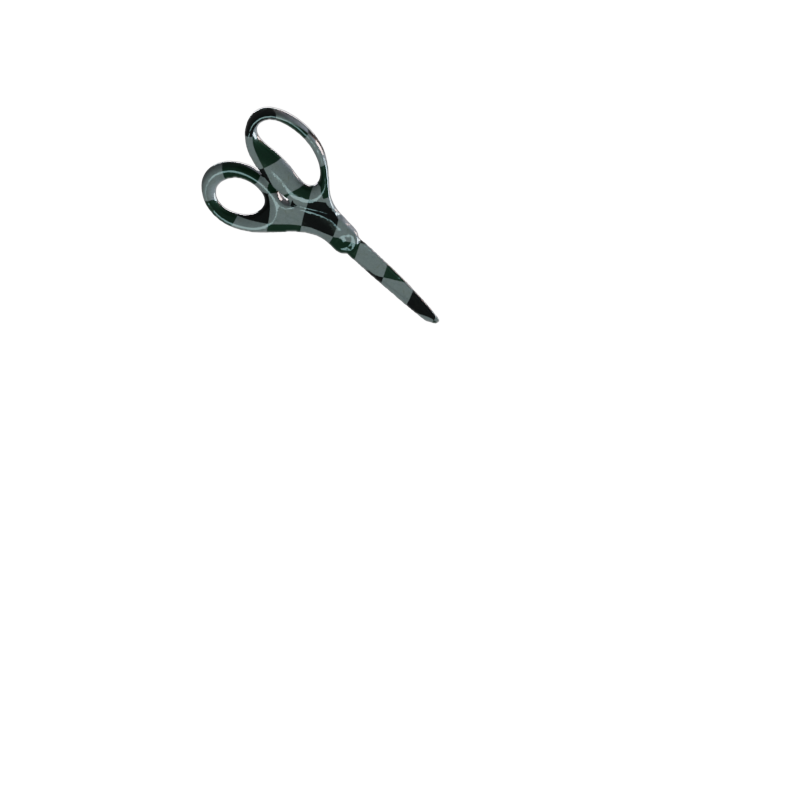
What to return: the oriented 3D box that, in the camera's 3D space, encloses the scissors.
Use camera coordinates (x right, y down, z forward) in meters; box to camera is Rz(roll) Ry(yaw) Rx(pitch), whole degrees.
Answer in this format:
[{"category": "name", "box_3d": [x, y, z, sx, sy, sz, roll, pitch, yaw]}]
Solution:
[{"category": "scissors", "box_3d": [-0.059, -0.108, 0.759, 0.096, 0.189, 0.017, -25, 28, 14]}]
